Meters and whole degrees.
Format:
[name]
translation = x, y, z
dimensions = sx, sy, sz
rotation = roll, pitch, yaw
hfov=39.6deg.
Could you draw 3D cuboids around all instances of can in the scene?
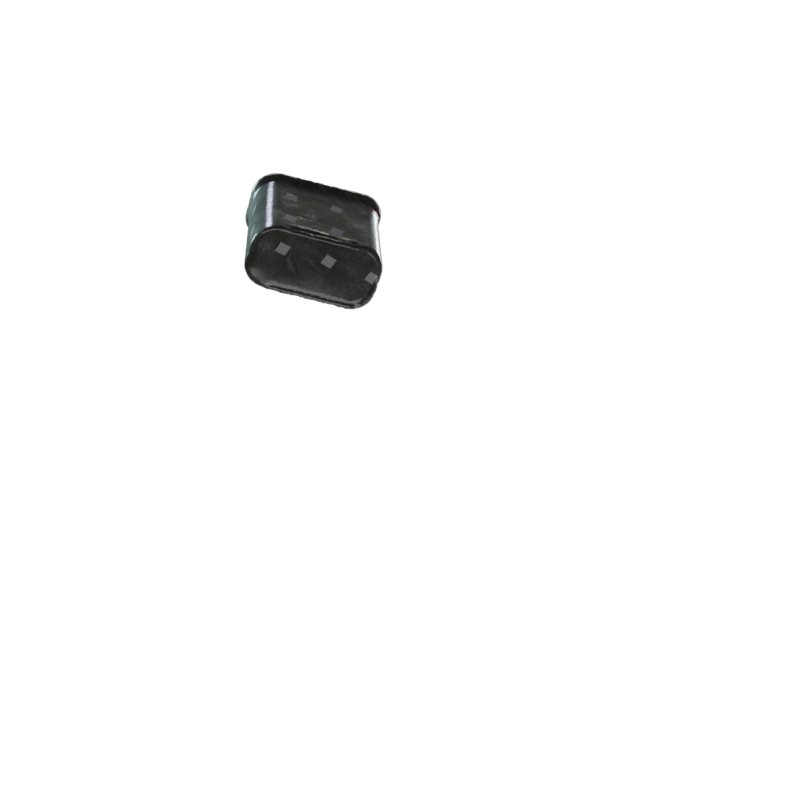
[can]
translation = -0.064, -0.117, 0.818
dimensions = 0.100, 0.055, 0.089
rotation = 13, 32, -10
